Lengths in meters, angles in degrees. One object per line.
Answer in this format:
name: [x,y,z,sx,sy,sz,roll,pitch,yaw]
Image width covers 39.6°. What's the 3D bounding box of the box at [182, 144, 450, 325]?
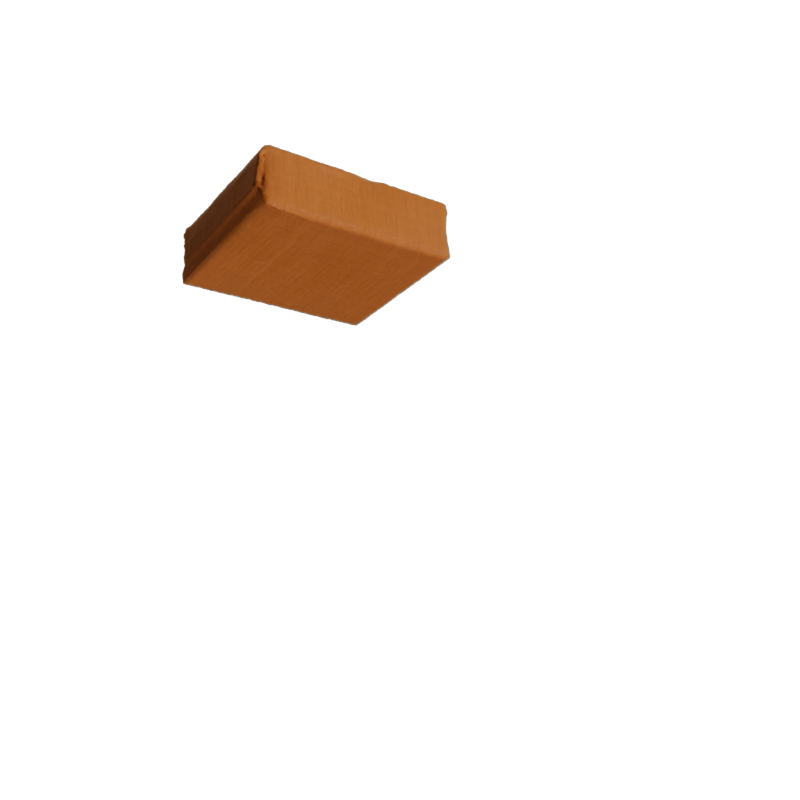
box: [-0.036,-0.066,0.462,0.085,0.032,0.072,14,-29,-28]
